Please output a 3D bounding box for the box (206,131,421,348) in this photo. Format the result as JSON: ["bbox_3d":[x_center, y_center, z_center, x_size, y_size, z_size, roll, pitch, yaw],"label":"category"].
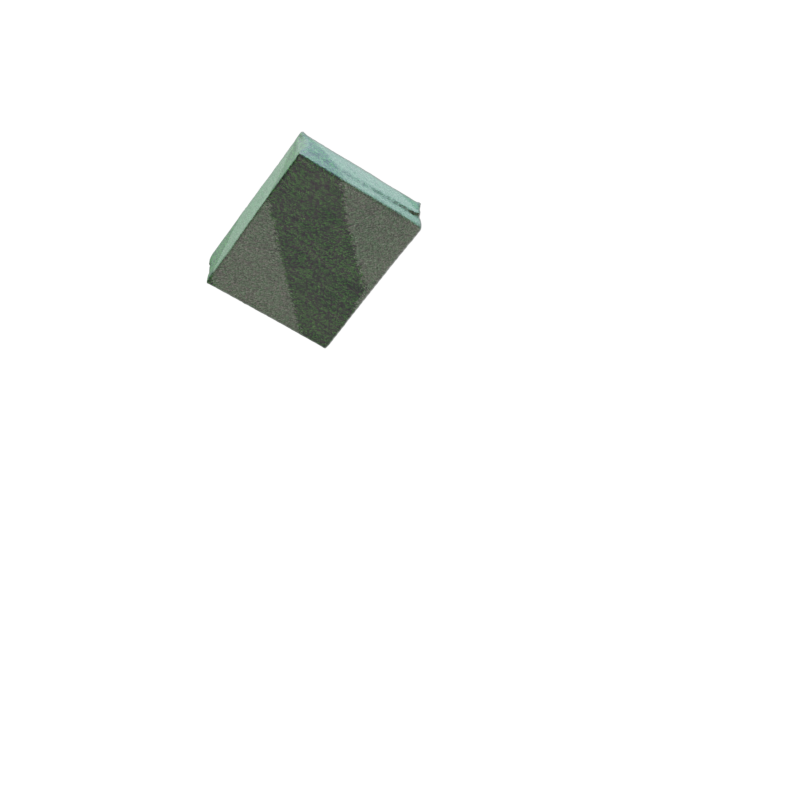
[{"bbox_3d":[-0.043,-0.080,0.557,0.070,0.087,0.032,30,27,-18],"label":"box"}]
